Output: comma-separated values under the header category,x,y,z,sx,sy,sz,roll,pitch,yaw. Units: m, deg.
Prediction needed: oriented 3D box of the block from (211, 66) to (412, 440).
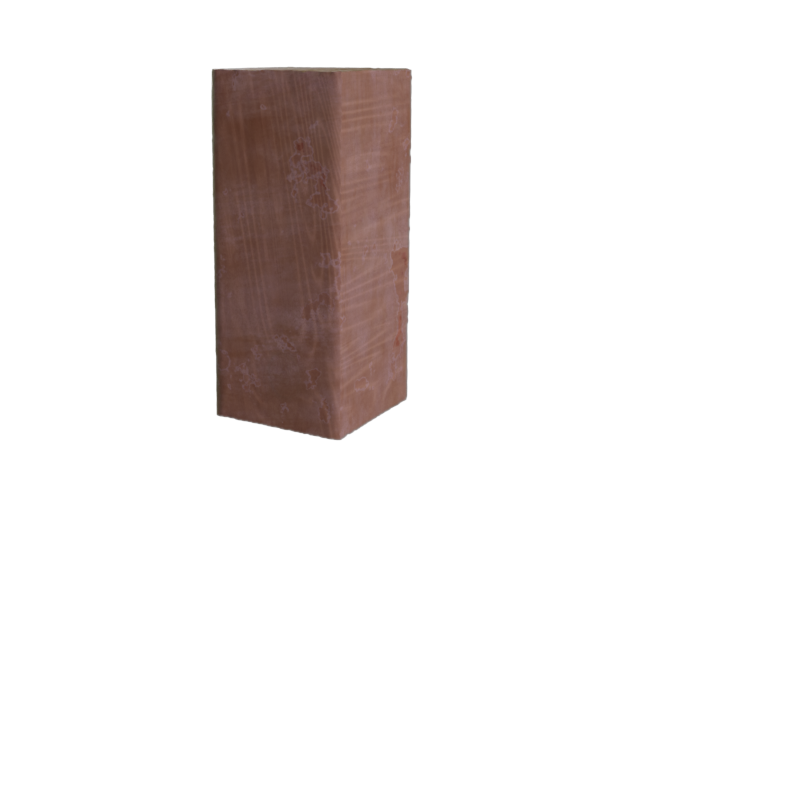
category,x,y,z,sx,sy,sz,roll,pitch,yaw
block,-0.052,-0.095,0.665,0.094,0.201,0.090,7,13,27
